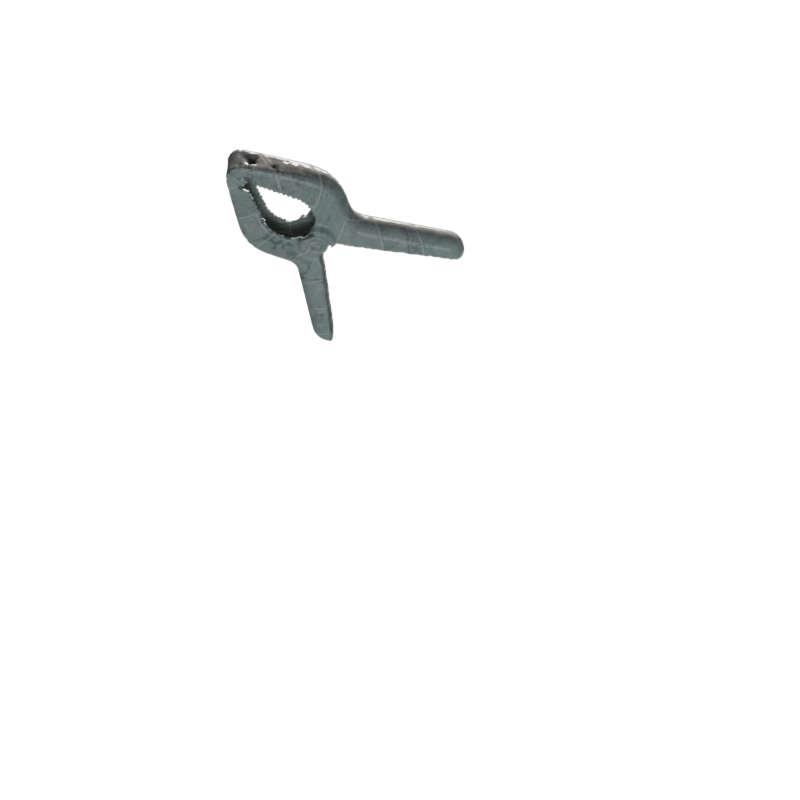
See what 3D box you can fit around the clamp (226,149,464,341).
[{"bbox_3d":[-0.074,-0.134,0.942,0.199,0.039,0.162,31,-54,-27],"label":"clamp"}]
